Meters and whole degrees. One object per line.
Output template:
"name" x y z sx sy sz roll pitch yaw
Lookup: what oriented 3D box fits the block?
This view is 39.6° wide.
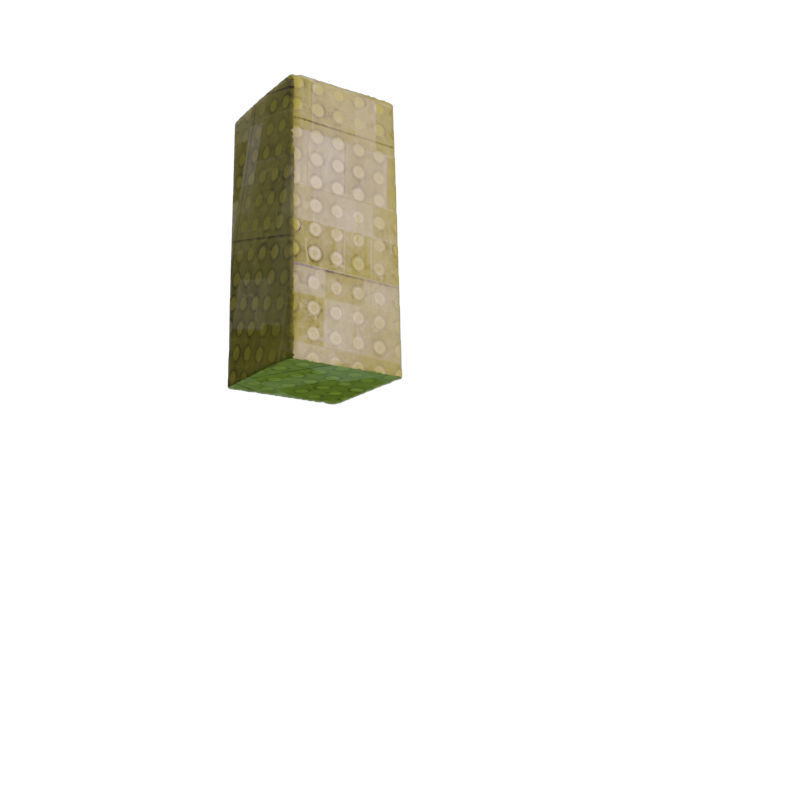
"block" -0.061 -0.112 0.785 0.086 0.216 0.090 12 -24 -32
